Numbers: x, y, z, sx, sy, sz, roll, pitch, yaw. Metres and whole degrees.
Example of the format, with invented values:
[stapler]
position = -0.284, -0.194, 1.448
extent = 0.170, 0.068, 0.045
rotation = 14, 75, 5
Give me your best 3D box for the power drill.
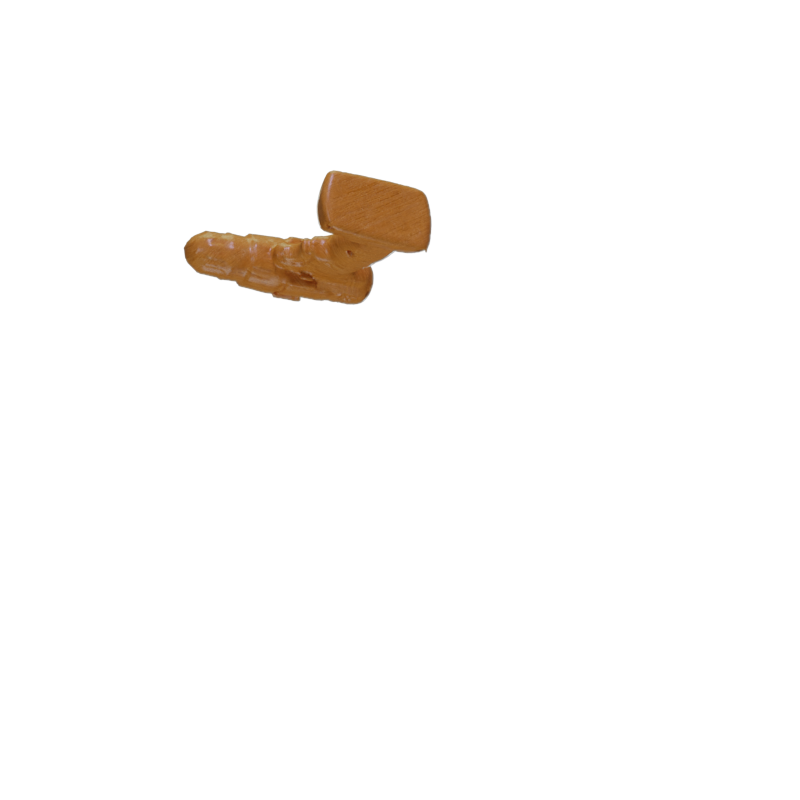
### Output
[power drill]
position = -0.076, -0.138, 0.966
extent = 0.177, 0.060, 0.188
rotation = 7, -15, -28
